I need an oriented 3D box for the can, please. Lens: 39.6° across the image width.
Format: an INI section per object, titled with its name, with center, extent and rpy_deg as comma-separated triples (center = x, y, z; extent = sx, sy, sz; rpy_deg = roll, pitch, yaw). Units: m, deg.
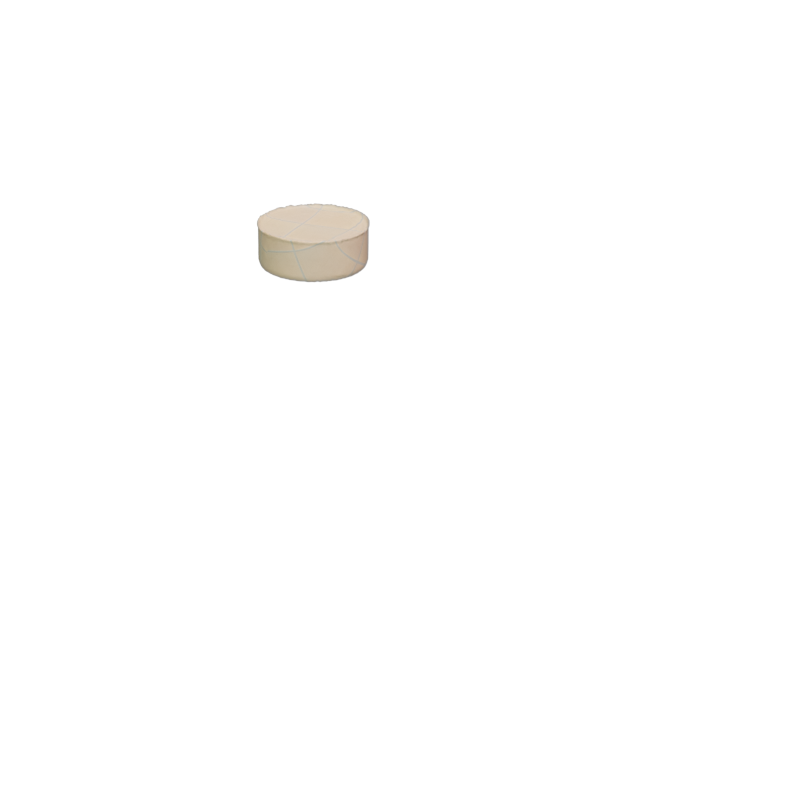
[can]
center = -0.066, -0.121, 0.846
extent = 0.086, 0.032, 0.091
rpy_deg = -1, 27, -2
